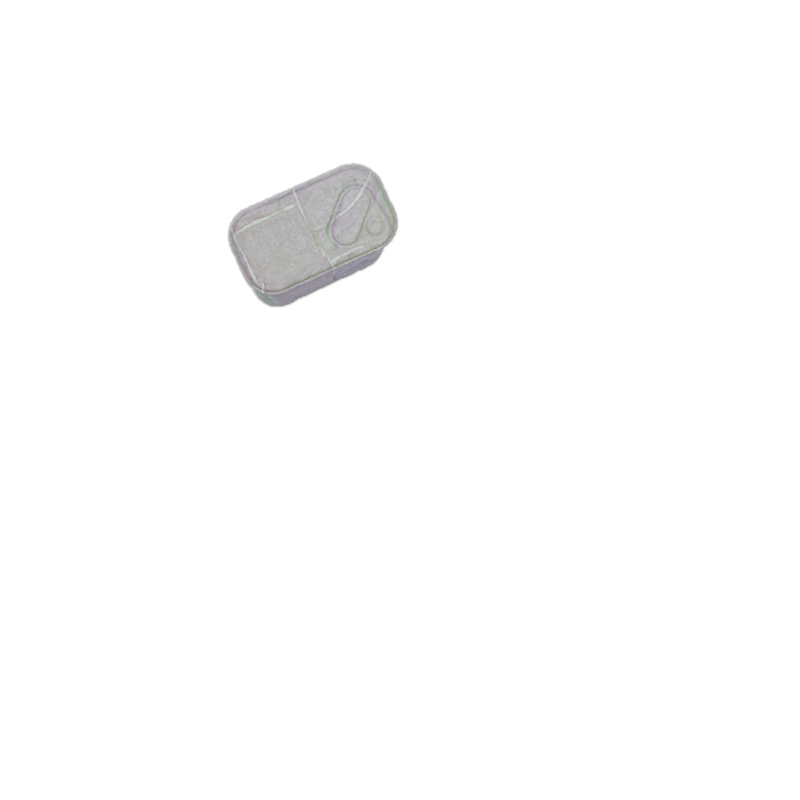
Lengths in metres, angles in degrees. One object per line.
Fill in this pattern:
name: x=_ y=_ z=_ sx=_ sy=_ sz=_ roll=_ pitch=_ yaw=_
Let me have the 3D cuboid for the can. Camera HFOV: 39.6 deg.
can: x=-0.057 y=-0.103 z=0.724 sx=0.102 sy=0.059 sz=0.082 roll=-25 pitch=-4 yaw=-5
